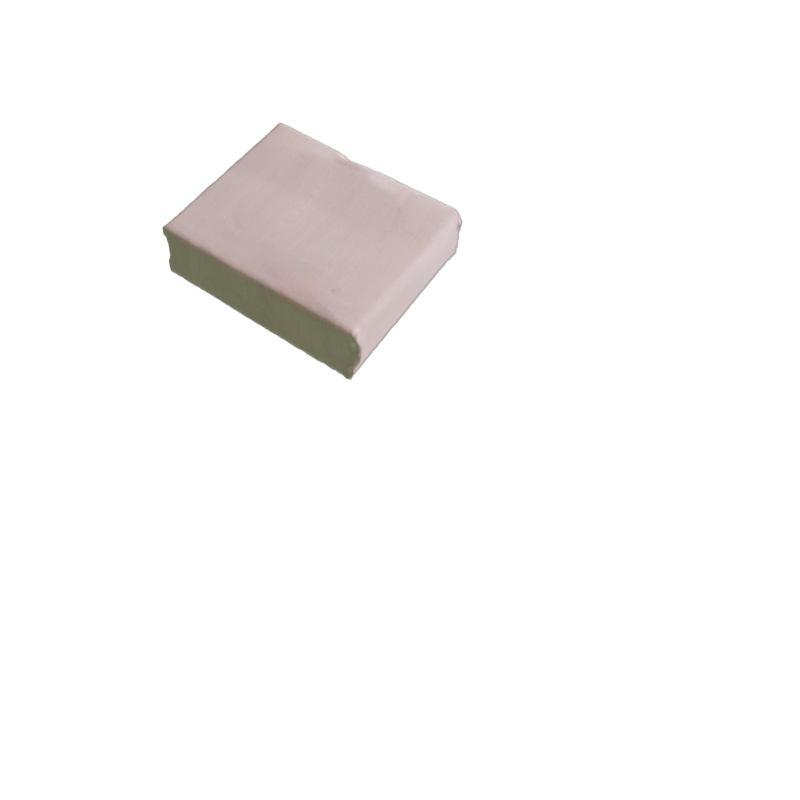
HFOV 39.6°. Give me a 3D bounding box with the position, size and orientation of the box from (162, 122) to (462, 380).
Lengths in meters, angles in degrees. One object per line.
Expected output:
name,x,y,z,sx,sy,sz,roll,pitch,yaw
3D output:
box,-0.033,-0.061,0.424,0.094,0.075,0.028,29,-33,21
